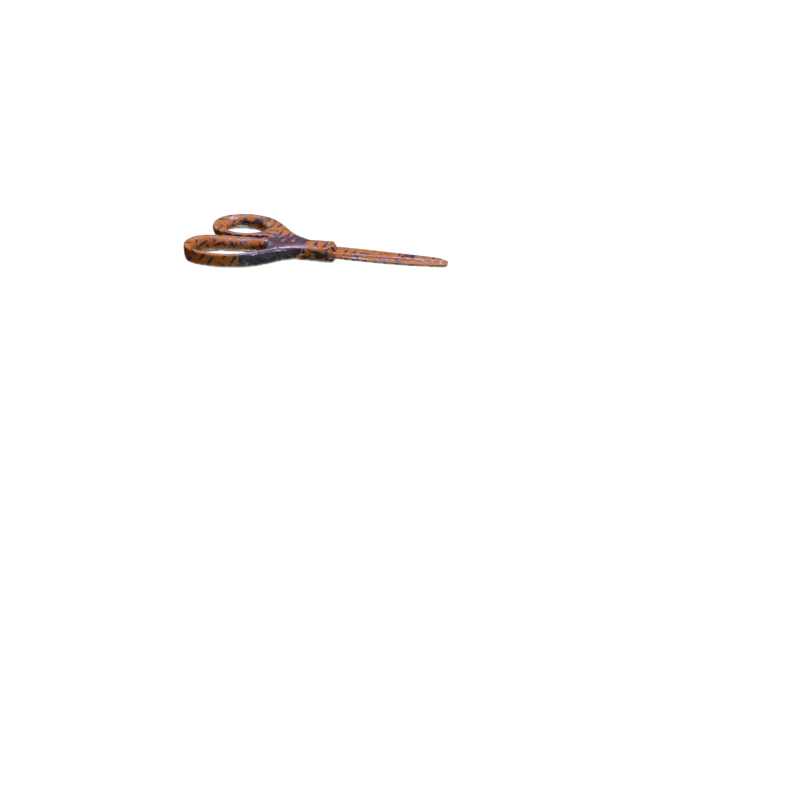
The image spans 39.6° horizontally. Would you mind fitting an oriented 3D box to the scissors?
[{"bbox_3d":[-0.069,-0.125,0.876,0.201,0.015,0.102,-1,29,-1],"label":"scissors"}]
